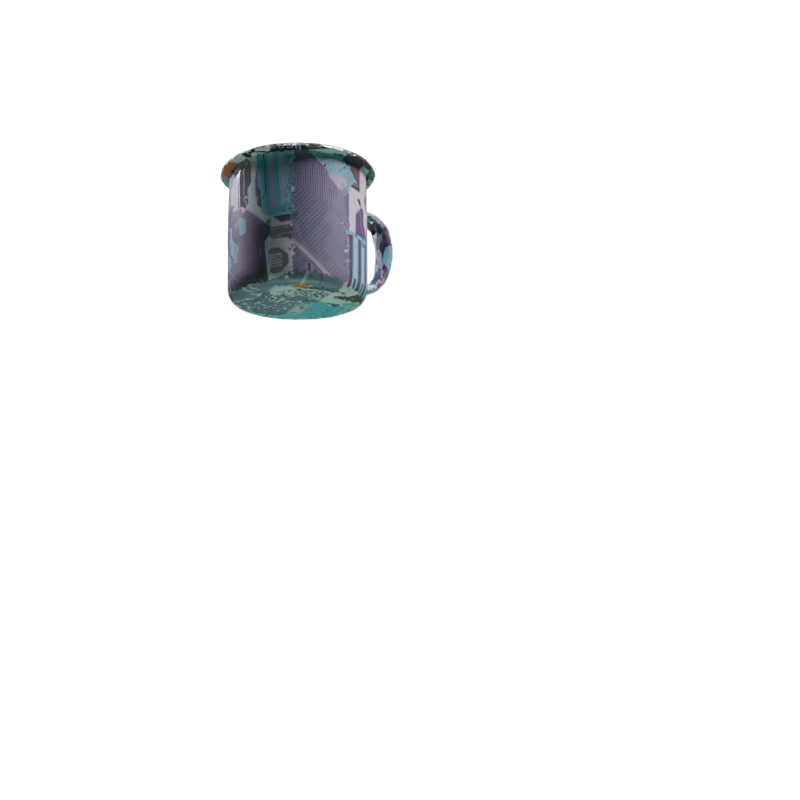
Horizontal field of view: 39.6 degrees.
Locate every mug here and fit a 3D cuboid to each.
[{"bbox_3d":[-0.052,-0.095,0.663,0.111,0.085,0.094,13,-20,-40],"label":"mug"}]
